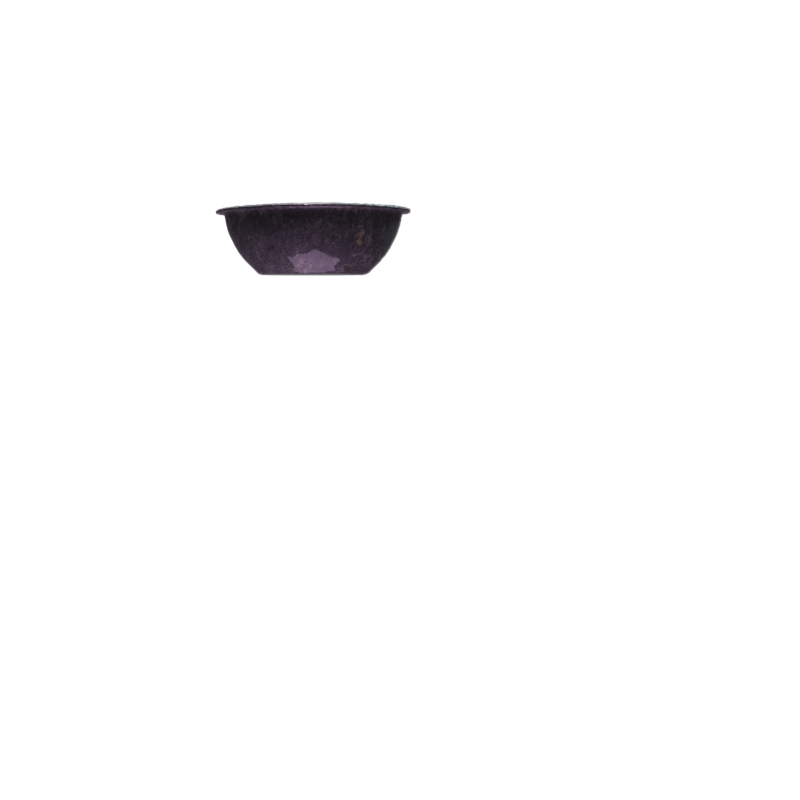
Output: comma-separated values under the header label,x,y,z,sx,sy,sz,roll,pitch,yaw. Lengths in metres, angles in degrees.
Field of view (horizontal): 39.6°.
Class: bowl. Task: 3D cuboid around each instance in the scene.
label,x,y,z,sx,sy,sz,roll,pitch,yaw
bowl,-0.072,-0.131,0.919,0.162,0.055,0.163,0,5,-2
